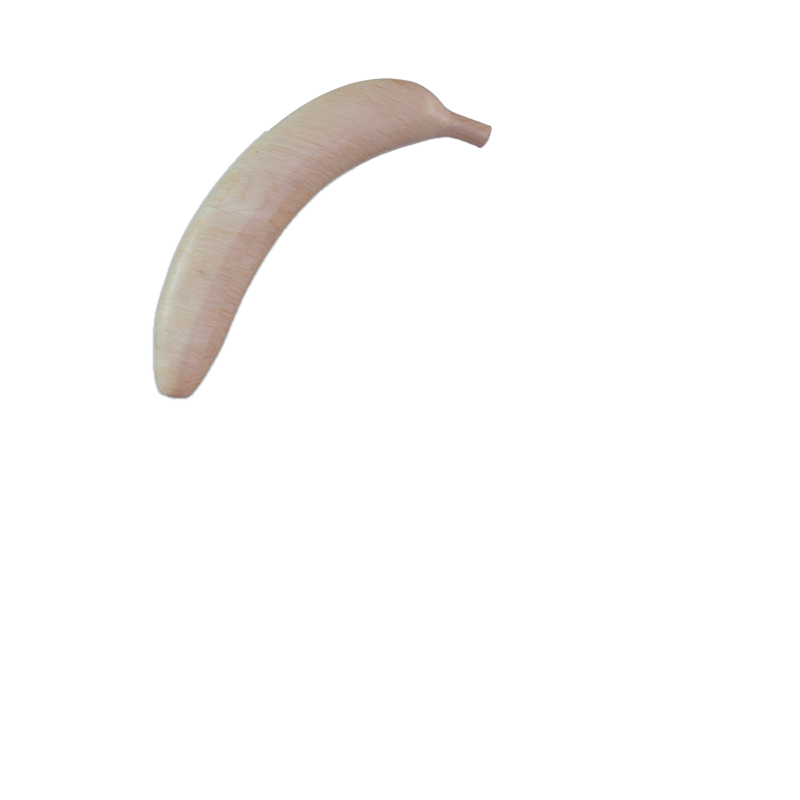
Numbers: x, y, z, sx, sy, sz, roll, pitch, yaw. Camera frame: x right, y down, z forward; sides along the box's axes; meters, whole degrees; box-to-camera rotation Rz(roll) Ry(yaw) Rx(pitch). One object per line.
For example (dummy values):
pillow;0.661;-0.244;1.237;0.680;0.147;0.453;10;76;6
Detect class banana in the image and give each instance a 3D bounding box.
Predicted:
banana;-0.049;-0.088;0.505;0.199;0.072;0.036;-42;-9;-10
